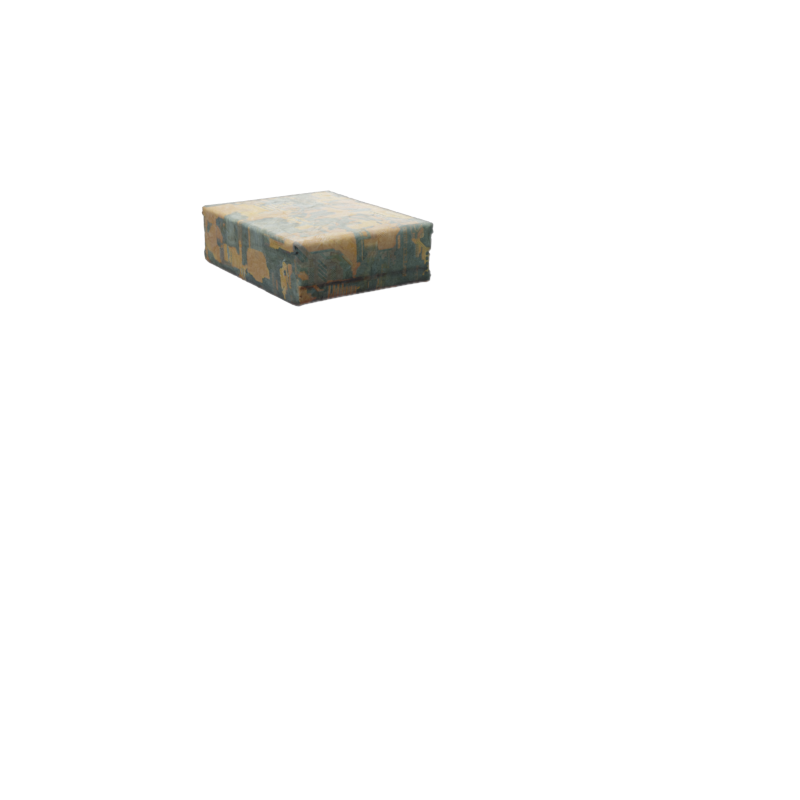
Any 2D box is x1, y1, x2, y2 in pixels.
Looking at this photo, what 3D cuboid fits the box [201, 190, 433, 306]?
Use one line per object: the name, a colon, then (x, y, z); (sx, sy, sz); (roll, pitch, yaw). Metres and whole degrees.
box: (-0.050, -0.091, 0.635); (0.088, 0.037, 0.121); (-14, 27, -31)
